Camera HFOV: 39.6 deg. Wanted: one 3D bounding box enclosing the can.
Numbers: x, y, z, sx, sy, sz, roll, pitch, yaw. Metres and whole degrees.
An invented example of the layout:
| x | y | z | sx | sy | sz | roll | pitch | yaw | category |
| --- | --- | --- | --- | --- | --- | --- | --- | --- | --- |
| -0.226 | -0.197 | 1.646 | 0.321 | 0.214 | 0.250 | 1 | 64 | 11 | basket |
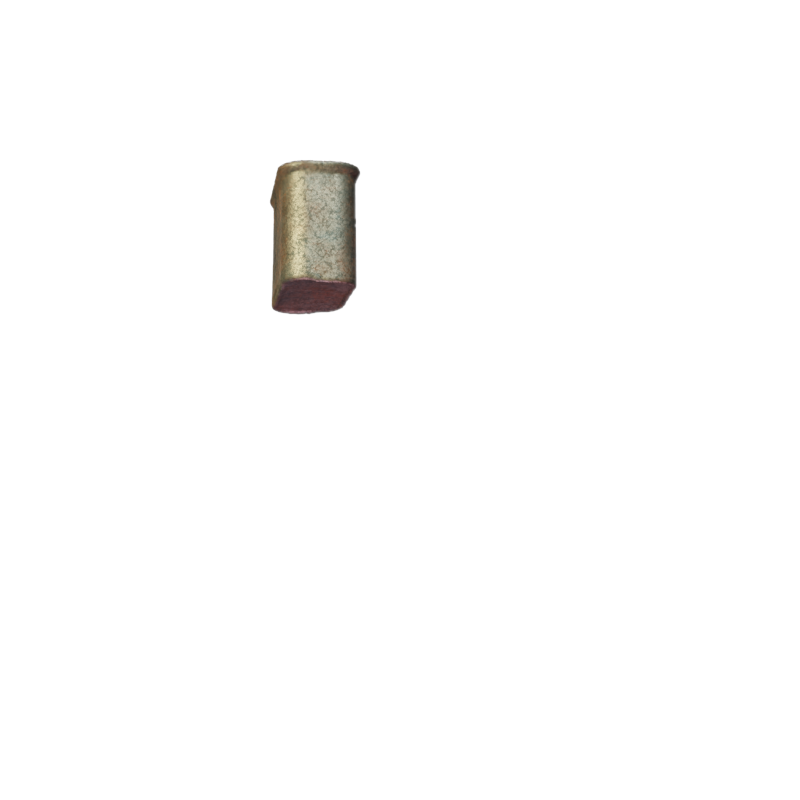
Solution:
| x | y | z | sx | sy | sz | roll | pitch | yaw | category |
| --- | --- | --- | --- | --- | --- | --- | --- | --- | --- |
| -0.061 | -0.112 | 0.781 | 0.057 | 0.087 | 0.100 | 2 | -13 | -10 | can |
